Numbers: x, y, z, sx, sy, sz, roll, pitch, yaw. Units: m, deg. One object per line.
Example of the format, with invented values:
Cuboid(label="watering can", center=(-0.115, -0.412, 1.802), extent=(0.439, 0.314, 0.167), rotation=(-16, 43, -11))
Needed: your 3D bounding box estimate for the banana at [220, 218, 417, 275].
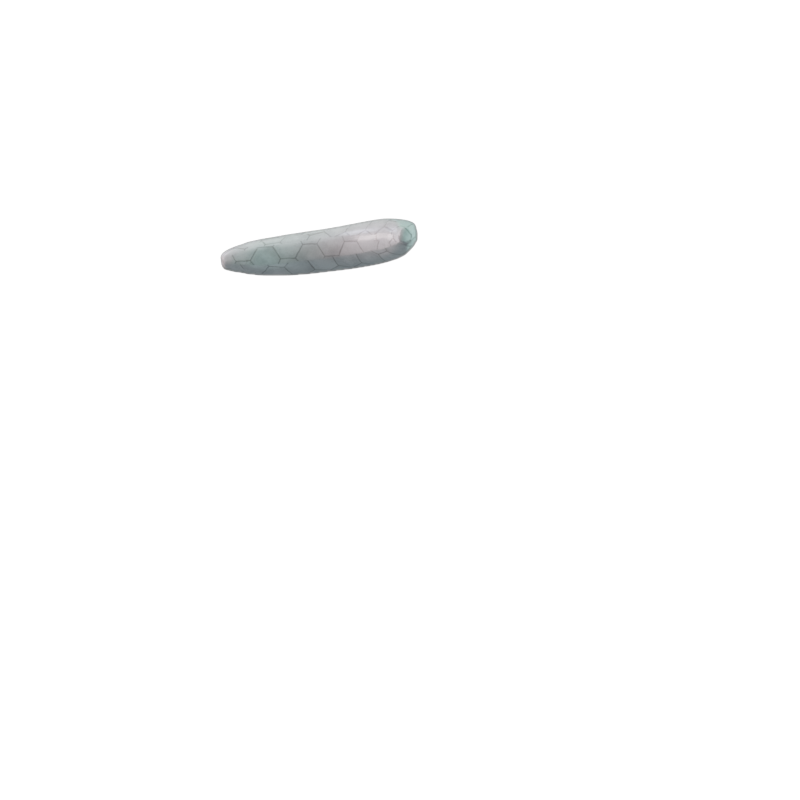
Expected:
Cuboid(label="banana", center=(-0.060, -0.132, 0.945), extent=(0.203, 0.038, 0.066), rotation=(-5, -10, 34))
